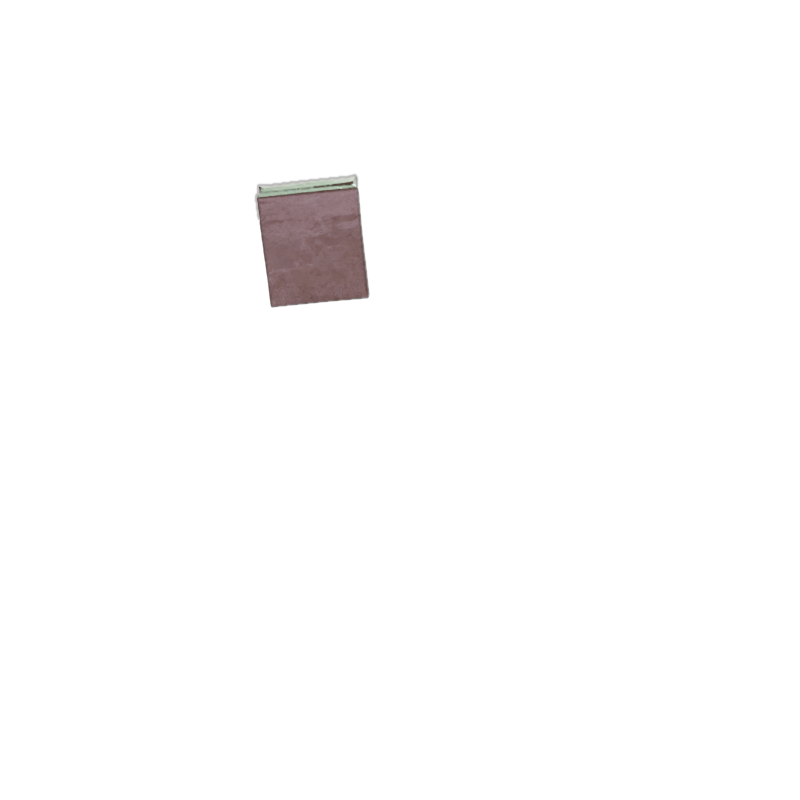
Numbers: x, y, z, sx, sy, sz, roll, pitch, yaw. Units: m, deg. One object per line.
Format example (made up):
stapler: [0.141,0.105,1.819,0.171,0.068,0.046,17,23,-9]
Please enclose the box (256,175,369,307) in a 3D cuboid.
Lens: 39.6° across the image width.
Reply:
box: [-0.063,-0.115,0.806,0.073,0.085,0.032,-5,22,1]
